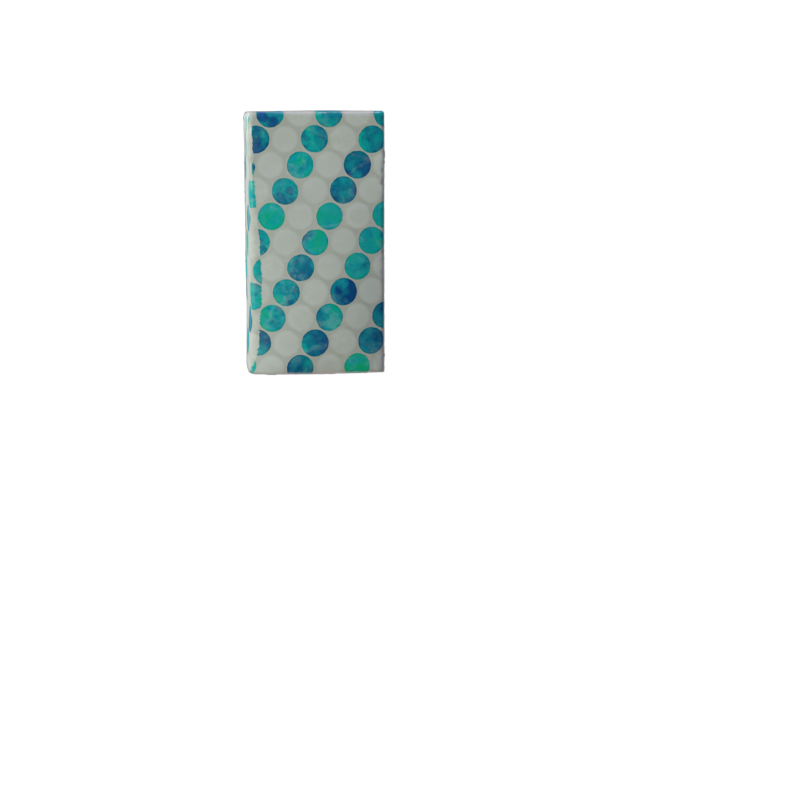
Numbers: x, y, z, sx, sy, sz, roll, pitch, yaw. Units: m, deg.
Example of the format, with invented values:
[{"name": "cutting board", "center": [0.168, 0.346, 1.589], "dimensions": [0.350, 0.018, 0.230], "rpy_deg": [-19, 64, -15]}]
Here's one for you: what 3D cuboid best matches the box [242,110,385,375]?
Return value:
[{"name": "box", "center": [-0.058, -0.107, 0.749], "dimensions": [0.092, 0.174, 0.049], "rpy_deg": [-1, 5, -10]}]
